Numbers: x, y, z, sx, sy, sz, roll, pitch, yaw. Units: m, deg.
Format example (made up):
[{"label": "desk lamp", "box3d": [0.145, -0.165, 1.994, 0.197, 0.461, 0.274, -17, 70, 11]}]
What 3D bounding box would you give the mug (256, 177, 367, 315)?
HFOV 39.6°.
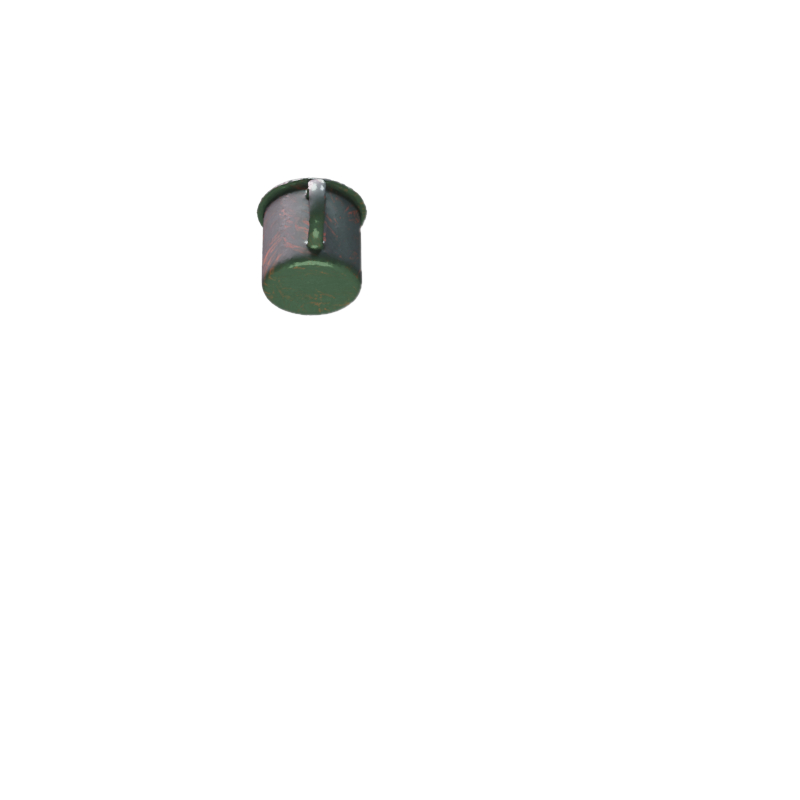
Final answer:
[{"label": "mug", "box3d": [-0.071, -0.129, 0.906, 0.092, 0.087, 0.111, 4, -33, -8]}]
